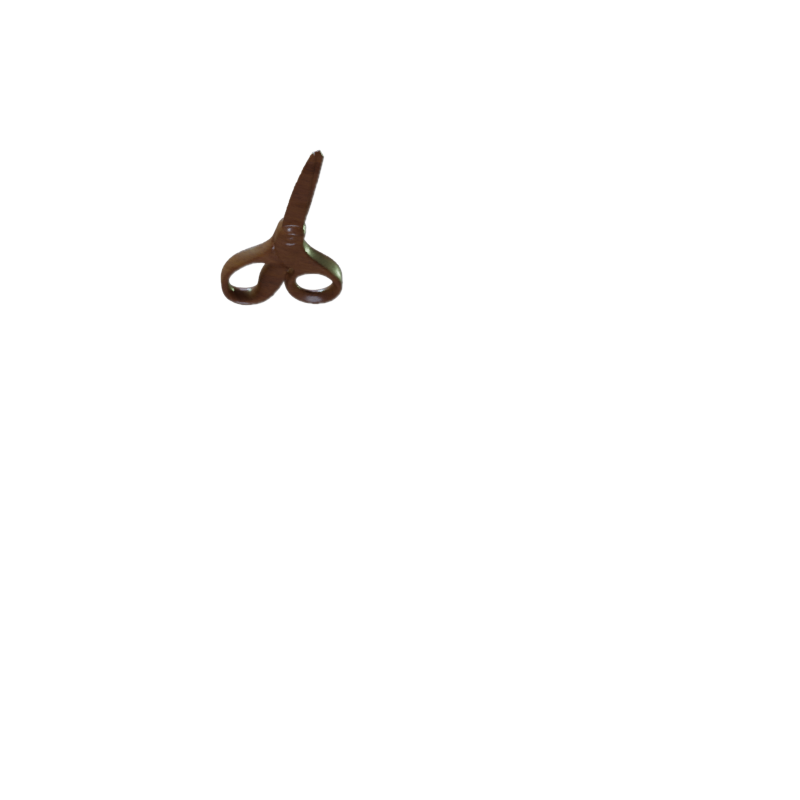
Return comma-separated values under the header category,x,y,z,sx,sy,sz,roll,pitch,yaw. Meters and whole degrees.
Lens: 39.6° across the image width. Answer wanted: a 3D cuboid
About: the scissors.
category,x,y,z,sx,sy,sz,roll,pitch,yaw
scissors,-0.058,-0.106,0.746,0.092,0.017,0.199,12,-24,-27
